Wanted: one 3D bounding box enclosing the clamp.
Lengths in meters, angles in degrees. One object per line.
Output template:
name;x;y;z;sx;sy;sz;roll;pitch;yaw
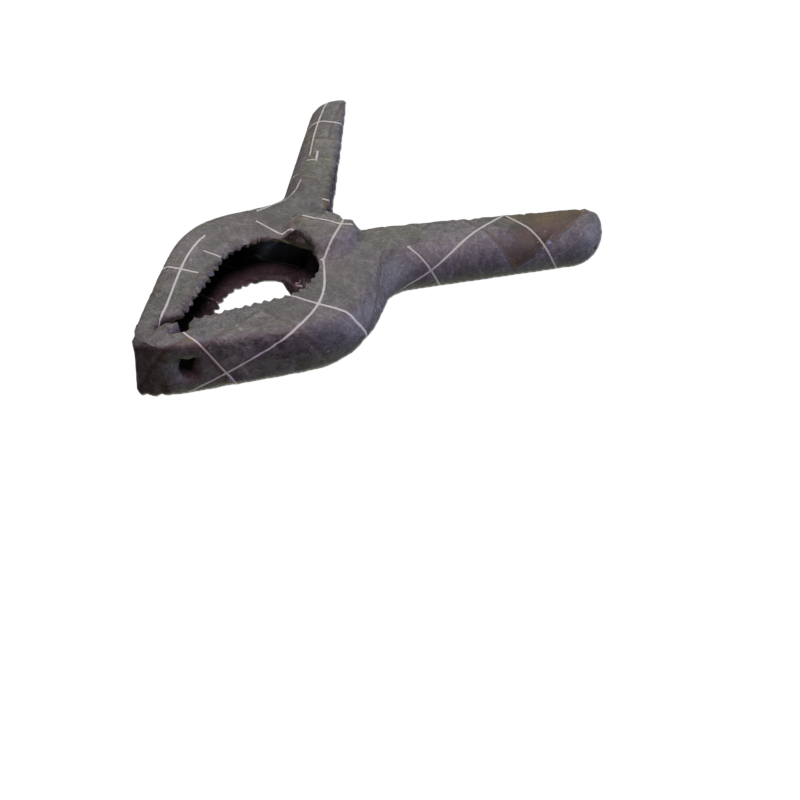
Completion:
clamp;-0.038;-0.070;0.487;0.210;0.034;0.176;-31;49;-31
